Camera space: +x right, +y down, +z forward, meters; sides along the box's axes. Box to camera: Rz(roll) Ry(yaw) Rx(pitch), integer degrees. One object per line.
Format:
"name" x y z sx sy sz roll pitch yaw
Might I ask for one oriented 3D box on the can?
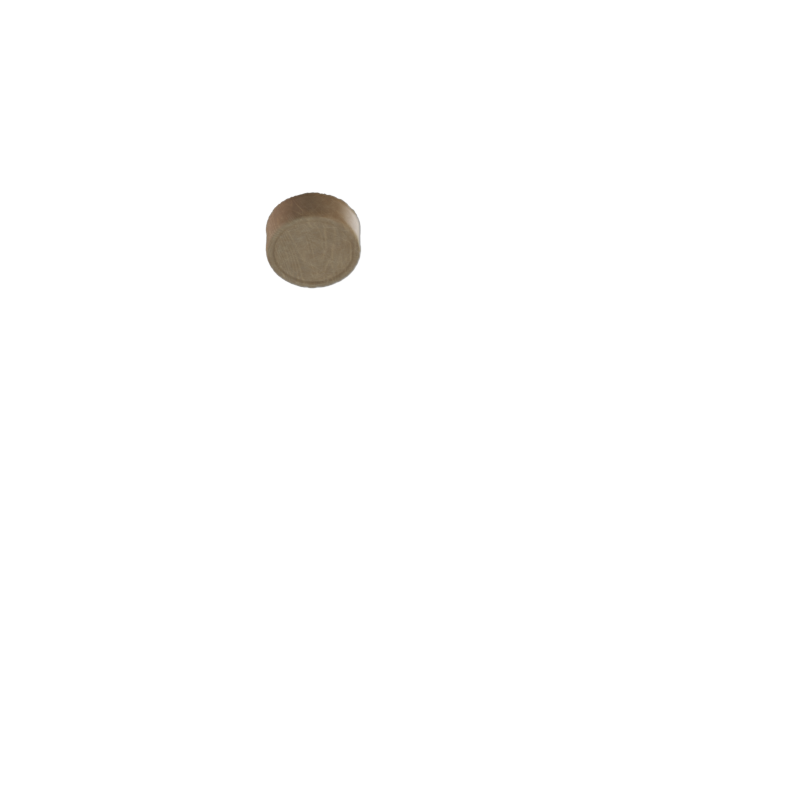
"can" -0.077 -0.141 0.987 0.086 0.080 0.036 1 43 -1
